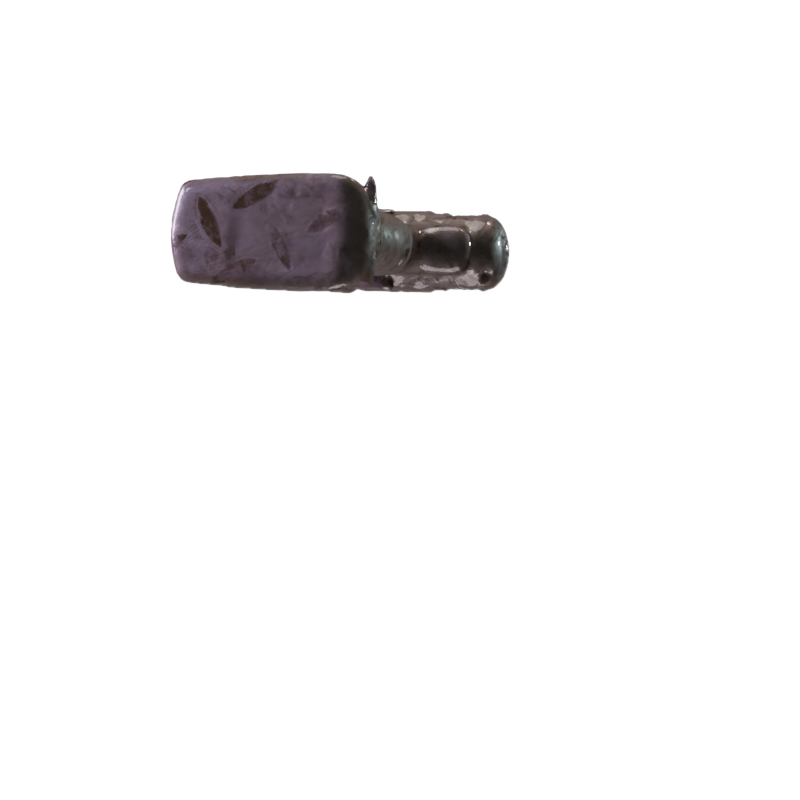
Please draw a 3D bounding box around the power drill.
[{"bbox_3d":[-0.049,-0.089,0.622,0.190,0.057,0.183,2,5,23],"label":"power drill"}]
